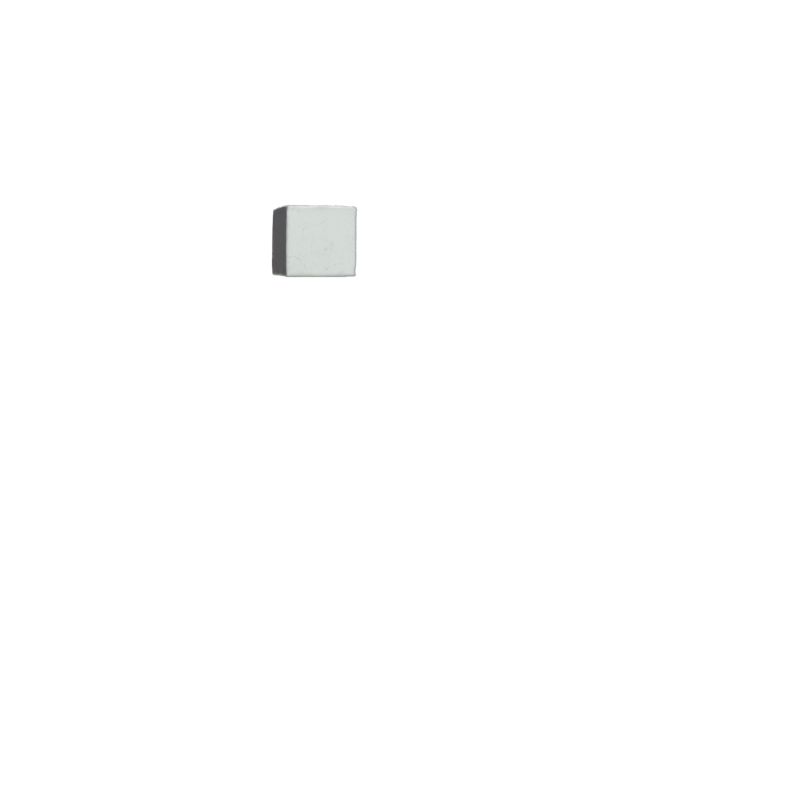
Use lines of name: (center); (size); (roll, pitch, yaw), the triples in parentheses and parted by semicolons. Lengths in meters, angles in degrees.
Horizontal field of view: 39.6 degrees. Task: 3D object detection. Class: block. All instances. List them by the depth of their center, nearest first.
block: (-0.064, -0.117, 0.821); (0.052, 0.051, 0.080); (-1, 5, -13)
